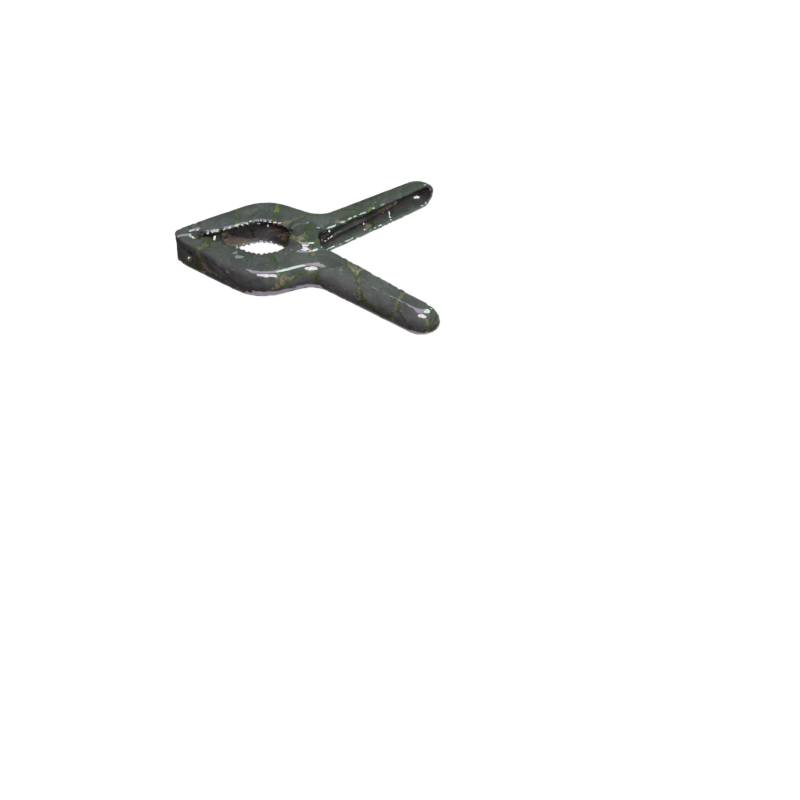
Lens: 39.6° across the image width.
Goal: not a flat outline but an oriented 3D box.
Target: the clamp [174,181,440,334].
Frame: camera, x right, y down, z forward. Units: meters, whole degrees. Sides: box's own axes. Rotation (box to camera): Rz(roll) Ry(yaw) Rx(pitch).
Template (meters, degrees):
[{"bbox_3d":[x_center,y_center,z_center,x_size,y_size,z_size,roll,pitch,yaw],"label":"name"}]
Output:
[{"bbox_3d":[-0.068,-0.124,0.867,0.212,0.034,0.175,6,44,6],"label":"clamp"}]
